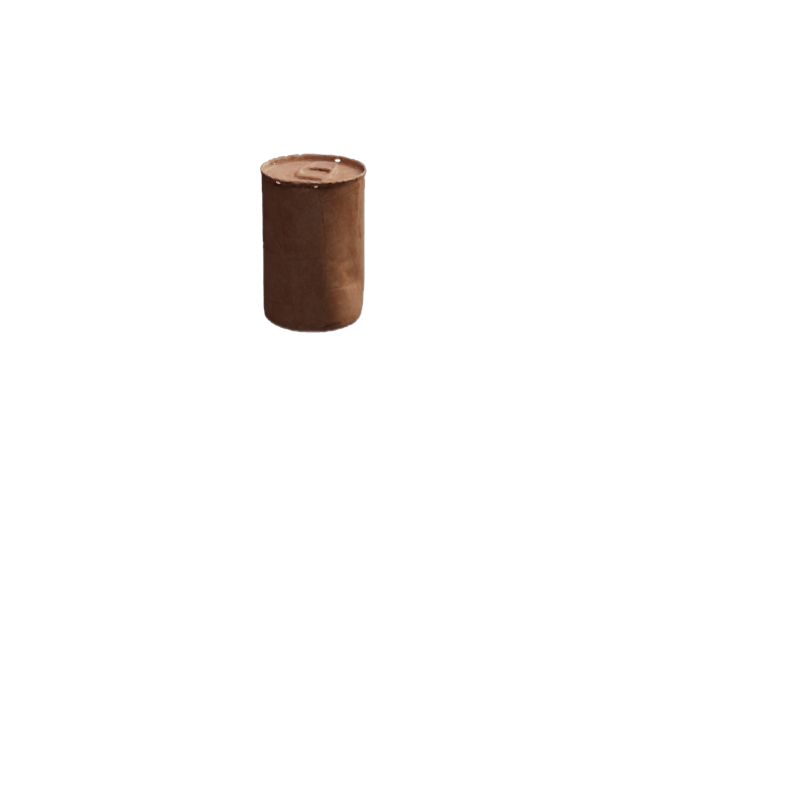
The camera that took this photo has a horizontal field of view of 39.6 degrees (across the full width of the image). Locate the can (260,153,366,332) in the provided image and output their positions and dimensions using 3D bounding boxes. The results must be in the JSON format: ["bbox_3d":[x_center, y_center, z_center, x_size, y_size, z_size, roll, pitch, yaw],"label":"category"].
[{"bbox_3d":[-0.057,-0.104,0.725,0.068,0.097,0.072,0,23,-2],"label":"can"}]
